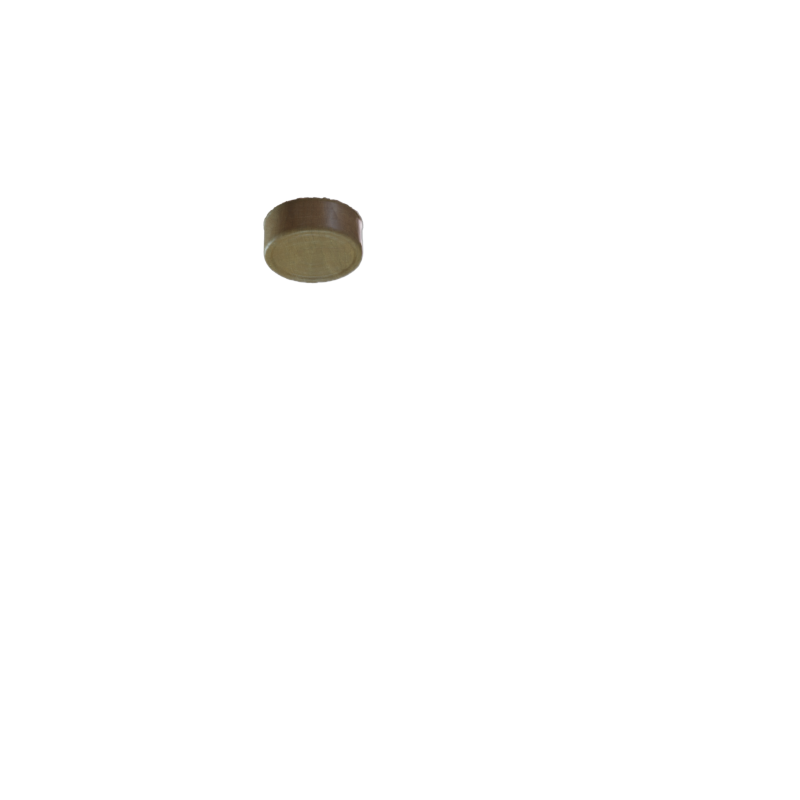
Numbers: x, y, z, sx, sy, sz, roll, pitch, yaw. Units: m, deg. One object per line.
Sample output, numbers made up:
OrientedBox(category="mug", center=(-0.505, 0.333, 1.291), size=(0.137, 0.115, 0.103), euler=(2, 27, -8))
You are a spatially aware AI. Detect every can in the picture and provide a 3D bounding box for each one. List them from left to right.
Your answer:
OrientedBox(category="can", center=(-0.074, -0.134, 0.941), size=(0.086, 0.036, 0.081), euler=(1, -28, -2))
